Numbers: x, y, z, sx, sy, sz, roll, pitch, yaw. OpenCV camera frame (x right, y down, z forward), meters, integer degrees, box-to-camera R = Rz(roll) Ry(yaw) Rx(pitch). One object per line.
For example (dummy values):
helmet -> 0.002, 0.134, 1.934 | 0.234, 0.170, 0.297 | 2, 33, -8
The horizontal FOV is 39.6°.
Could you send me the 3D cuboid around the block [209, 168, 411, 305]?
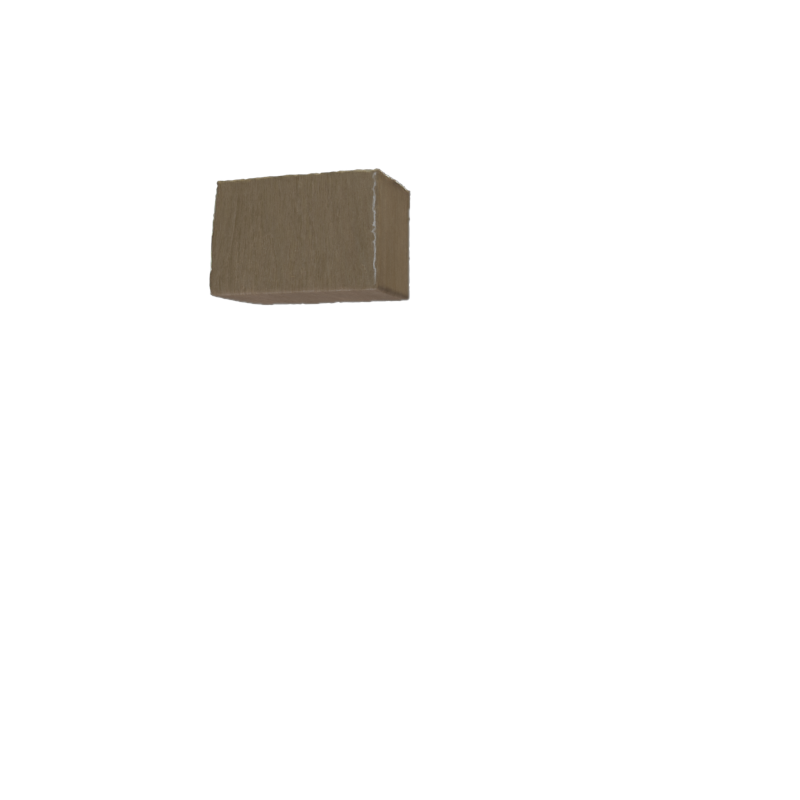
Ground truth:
block -> -0.039, -0.071, 0.494 | 0.080, 0.052, 0.051 | -1, -5, 19
